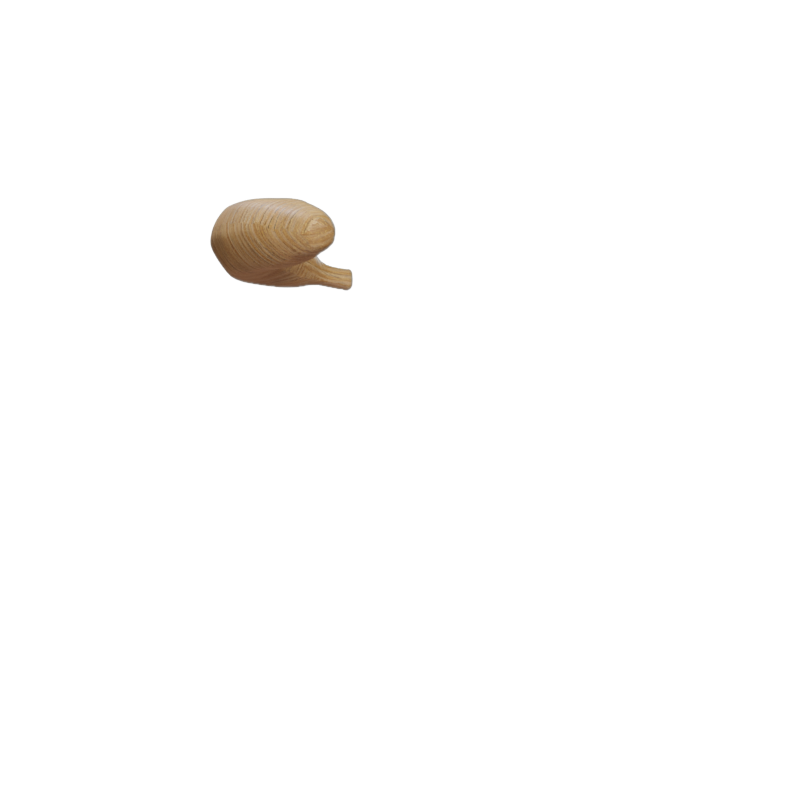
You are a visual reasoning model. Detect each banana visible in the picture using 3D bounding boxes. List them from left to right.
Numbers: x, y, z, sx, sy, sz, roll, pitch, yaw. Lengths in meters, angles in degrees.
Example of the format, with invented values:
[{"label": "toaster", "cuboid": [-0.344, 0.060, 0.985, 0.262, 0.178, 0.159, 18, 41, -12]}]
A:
[{"label": "banana", "cuboid": [-0.062, -0.079, 0.558, 0.070, 0.037, 0.196, 0, 2, 1]}]
